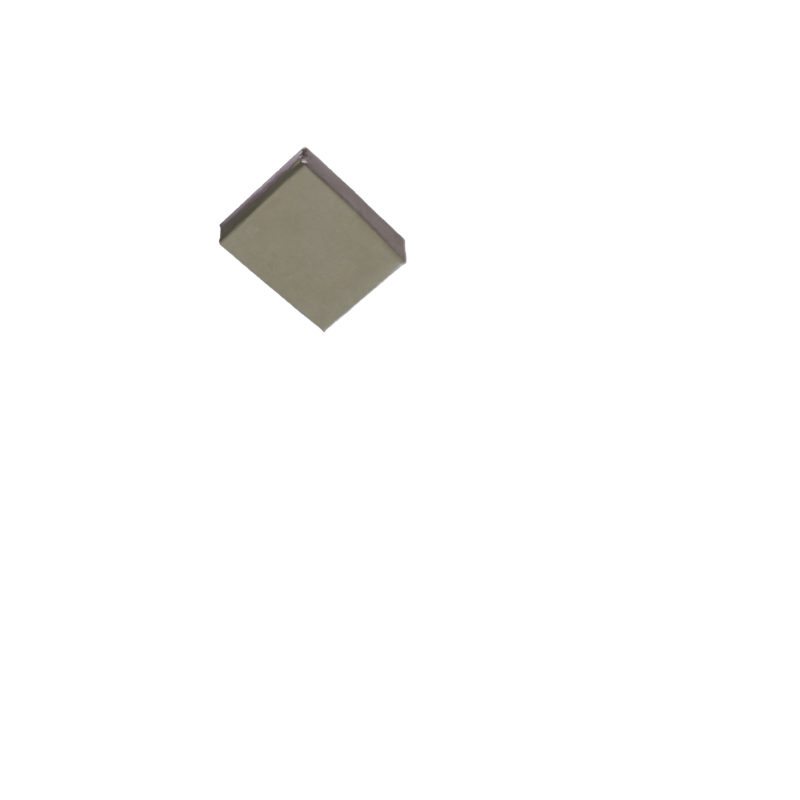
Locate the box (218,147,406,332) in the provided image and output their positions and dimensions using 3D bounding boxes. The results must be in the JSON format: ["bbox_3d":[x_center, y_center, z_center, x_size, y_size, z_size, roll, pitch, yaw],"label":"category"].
[{"bbox_3d":[-0.064,-0.117,0.818,0.089,0.108,0.041,-40,22,19],"label":"box"}]
